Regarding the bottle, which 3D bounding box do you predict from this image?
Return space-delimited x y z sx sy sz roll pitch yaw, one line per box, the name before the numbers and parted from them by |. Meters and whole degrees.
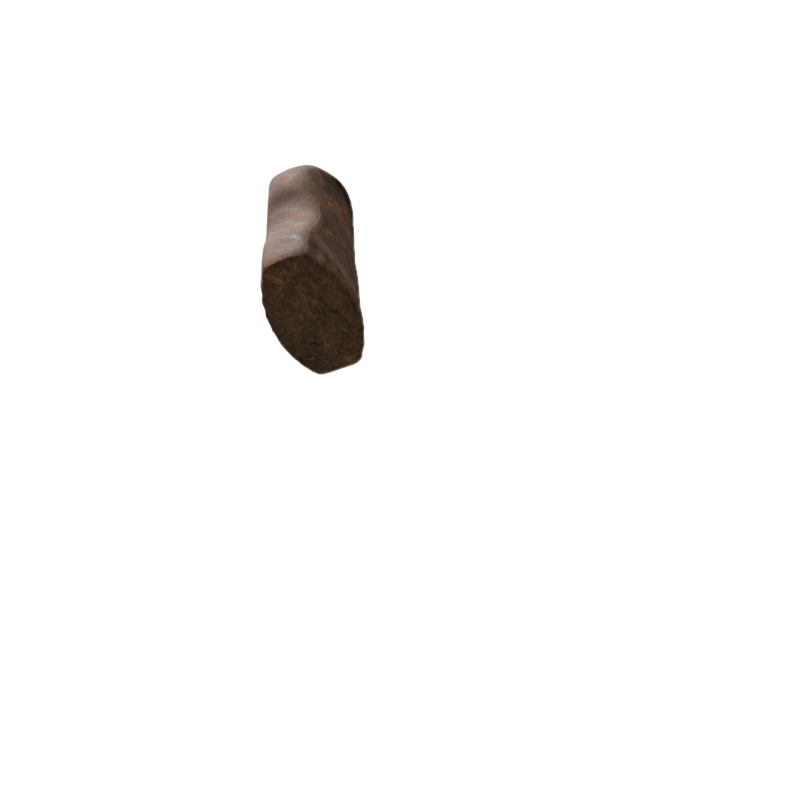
bottle | -0.062 -0.112 0.785 0.059 0.089 0.205 -21 35 12
